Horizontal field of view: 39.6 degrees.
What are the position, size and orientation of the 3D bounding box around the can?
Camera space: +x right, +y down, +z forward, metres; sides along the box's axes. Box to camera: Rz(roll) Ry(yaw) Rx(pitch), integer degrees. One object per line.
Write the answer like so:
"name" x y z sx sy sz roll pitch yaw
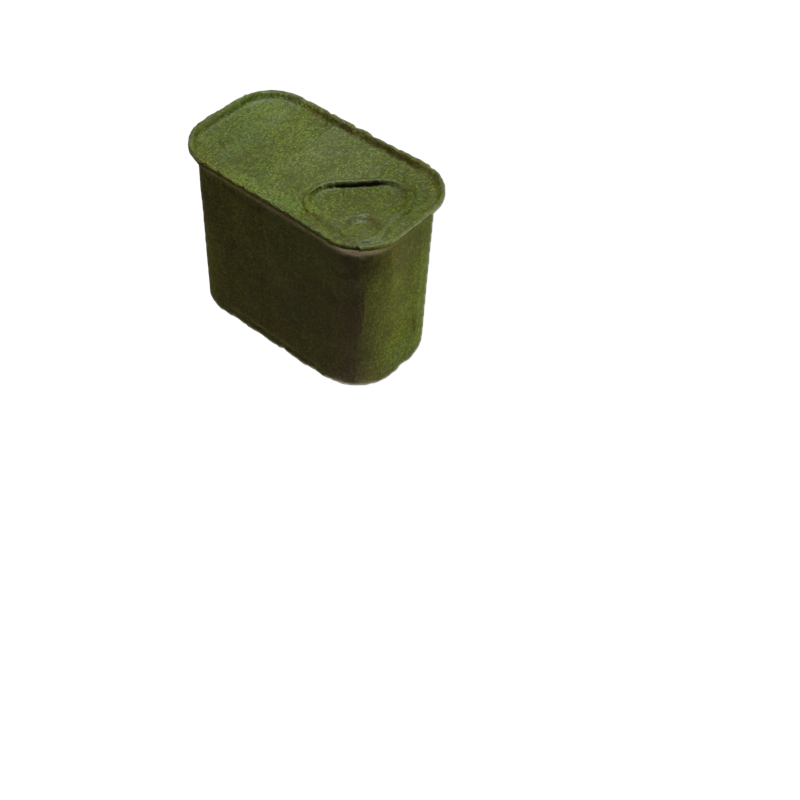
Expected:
"can" -0.035 -0.064 0.450 0.108 0.078 0.058 33 54 26
